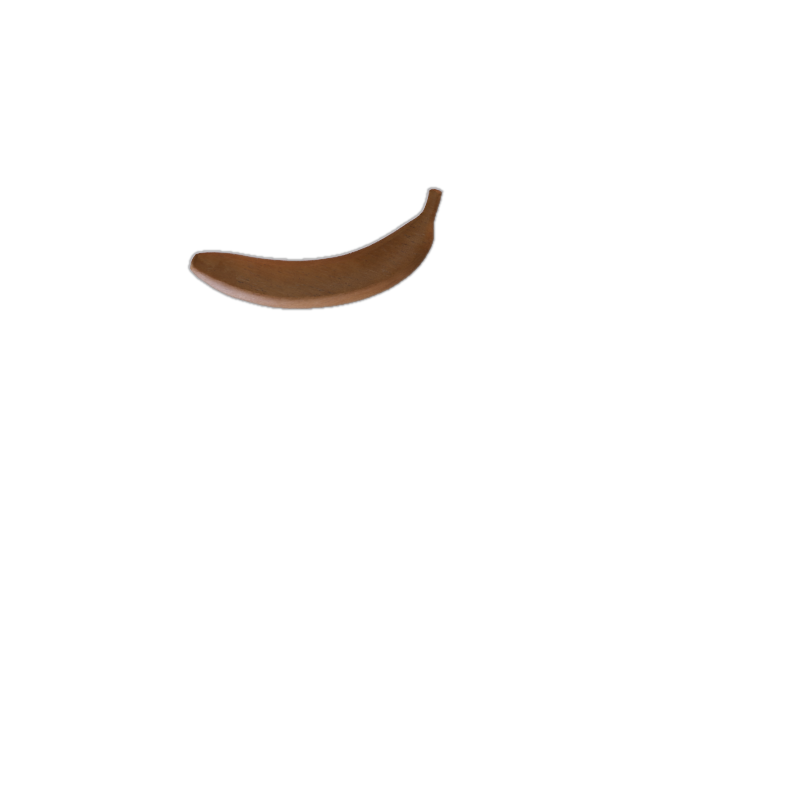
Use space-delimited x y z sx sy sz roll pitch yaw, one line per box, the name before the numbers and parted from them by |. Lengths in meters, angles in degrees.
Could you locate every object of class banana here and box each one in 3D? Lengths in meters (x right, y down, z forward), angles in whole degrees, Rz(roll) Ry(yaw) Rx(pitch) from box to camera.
banana | -0.057 -0.103 0.840 0.198 0.068 0.037 -16 7 1
